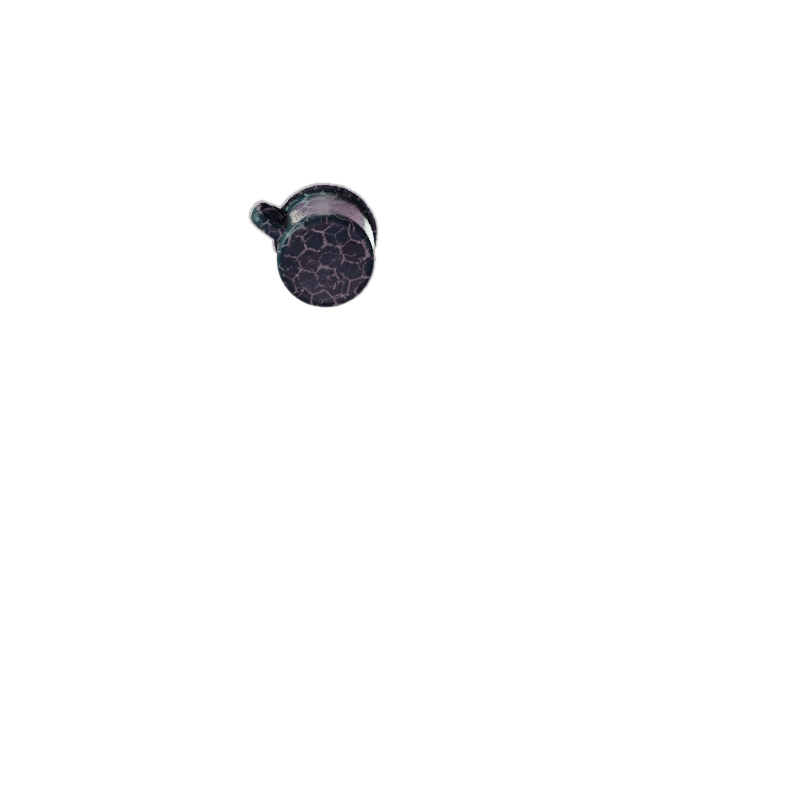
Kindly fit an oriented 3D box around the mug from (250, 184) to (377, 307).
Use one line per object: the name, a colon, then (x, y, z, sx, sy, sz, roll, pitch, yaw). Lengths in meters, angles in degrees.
mug: (-0.074, -0.135, 0.943, 0.114, 0.091, 0.085, 29, 17, -12)
